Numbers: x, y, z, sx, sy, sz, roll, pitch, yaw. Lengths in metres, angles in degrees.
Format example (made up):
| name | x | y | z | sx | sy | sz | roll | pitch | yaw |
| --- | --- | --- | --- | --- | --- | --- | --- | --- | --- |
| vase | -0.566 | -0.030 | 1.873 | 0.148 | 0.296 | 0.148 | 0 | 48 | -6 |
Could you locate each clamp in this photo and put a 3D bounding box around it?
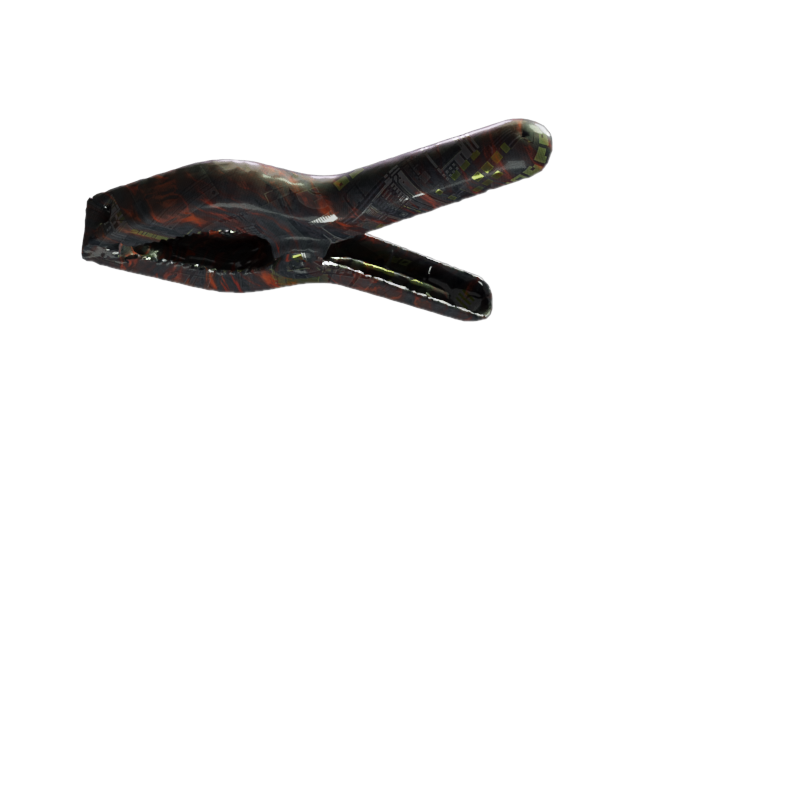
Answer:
| name | x | y | z | sx | sy | sz | roll | pitch | yaw |
| --- | --- | --- | --- | --- | --- | --- | --- | --- | --- |
| clamp | -0.041 | -0.075 | 0.523 | 0.211 | 0.038 | 0.155 | -2 | -23 | 4 |
